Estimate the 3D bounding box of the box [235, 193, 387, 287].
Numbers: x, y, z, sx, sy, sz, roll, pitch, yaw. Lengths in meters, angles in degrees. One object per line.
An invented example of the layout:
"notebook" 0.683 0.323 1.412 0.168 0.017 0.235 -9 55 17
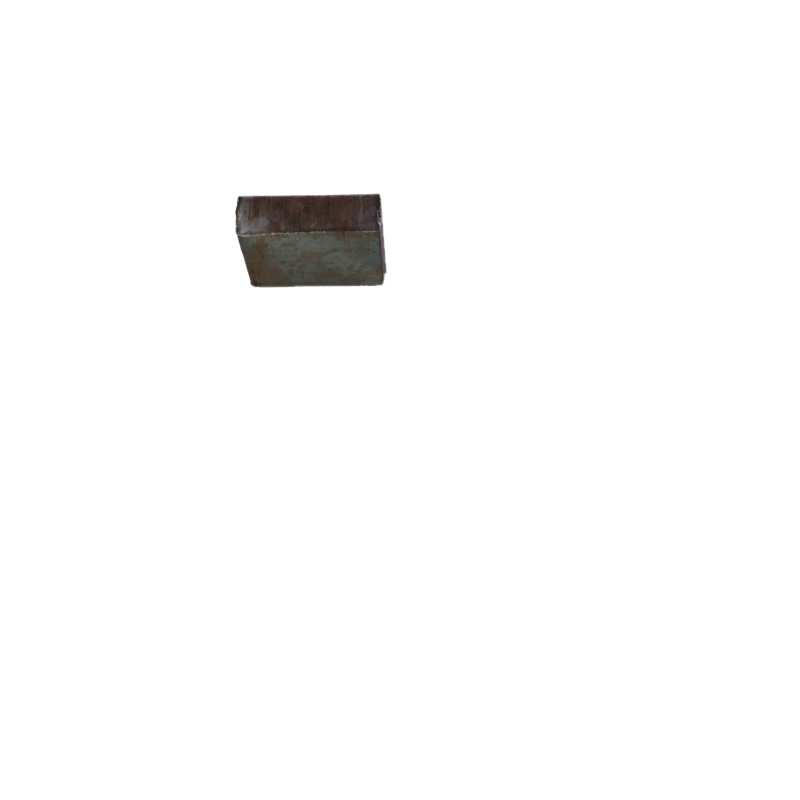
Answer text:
"box" -0.069 -0.125 0.876 0.114 0.041 0.084 -2 -25 3
